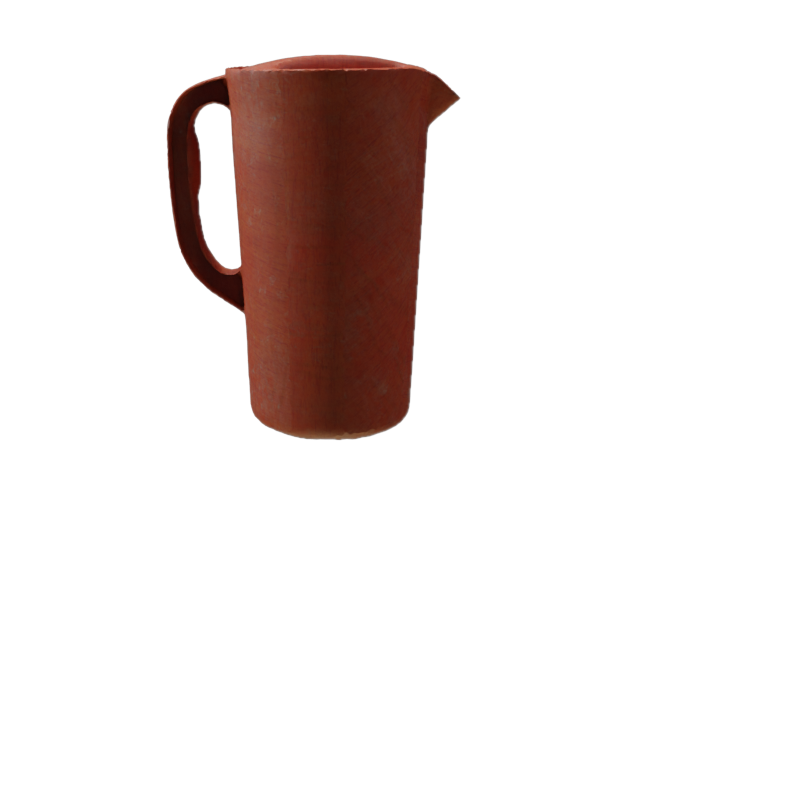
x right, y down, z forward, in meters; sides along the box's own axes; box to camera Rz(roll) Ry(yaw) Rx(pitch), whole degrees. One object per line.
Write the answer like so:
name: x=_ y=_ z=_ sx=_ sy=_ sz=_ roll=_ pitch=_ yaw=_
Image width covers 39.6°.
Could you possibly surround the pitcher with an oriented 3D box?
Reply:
pitcher: x=-0.057 y=-0.104 z=0.731 sx=0.141 sy=0.237 sz=0.157 roll=-11 pitch=17 yaw=-43
